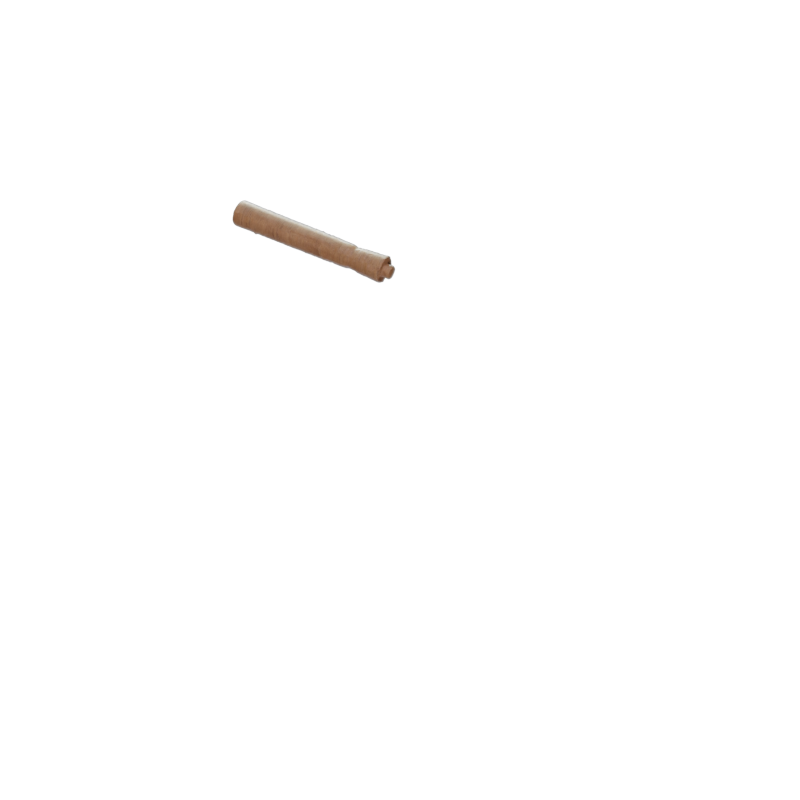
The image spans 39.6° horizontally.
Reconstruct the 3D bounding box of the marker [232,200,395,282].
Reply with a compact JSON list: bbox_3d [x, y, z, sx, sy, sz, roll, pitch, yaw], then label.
[{"bbox_3d":[-0.059,-0.107,0.750,0.127,0.019,0.019,24,13,22],"label":"marker"}]
